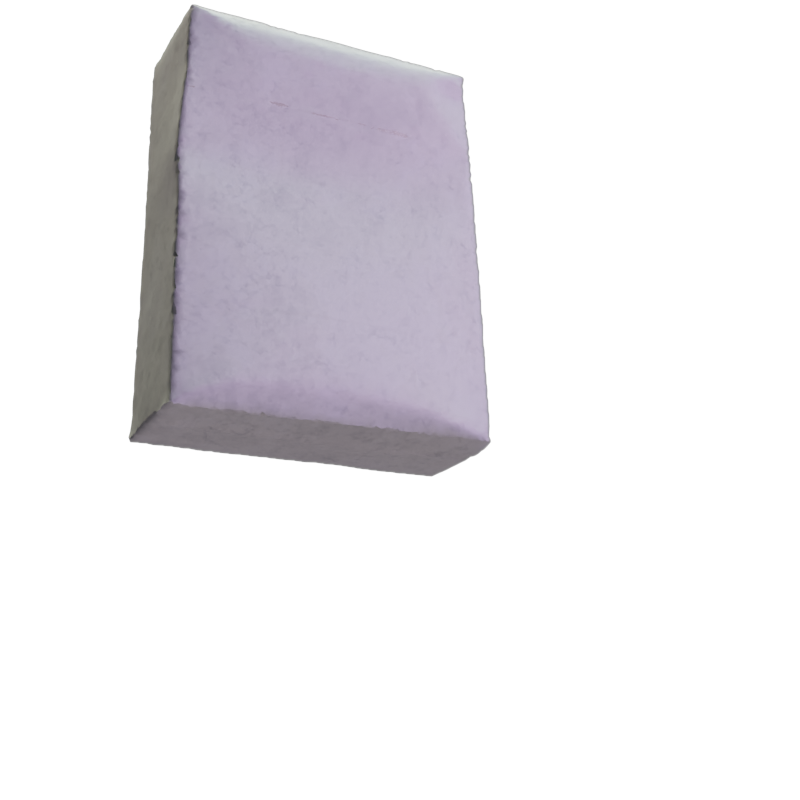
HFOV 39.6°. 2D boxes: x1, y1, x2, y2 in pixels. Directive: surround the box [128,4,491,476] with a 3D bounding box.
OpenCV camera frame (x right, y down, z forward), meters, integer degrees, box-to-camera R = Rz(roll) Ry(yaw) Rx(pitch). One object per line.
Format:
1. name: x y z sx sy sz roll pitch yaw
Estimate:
1. box: -0.044 -0.080 0.561 0.158 0.226 0.070 9 -26 -23
